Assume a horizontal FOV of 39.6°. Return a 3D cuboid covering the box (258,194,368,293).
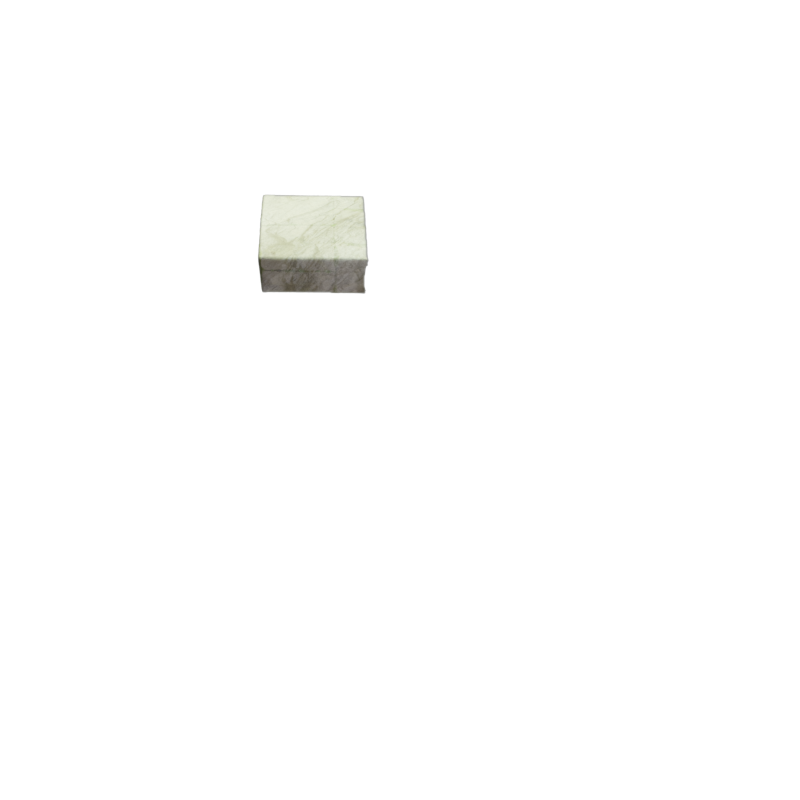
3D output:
[{"bbox_3d":[-0.074,-0.135,0.942,0.090,0.036,0.121,-1,38,-2],"label":"box"}]
